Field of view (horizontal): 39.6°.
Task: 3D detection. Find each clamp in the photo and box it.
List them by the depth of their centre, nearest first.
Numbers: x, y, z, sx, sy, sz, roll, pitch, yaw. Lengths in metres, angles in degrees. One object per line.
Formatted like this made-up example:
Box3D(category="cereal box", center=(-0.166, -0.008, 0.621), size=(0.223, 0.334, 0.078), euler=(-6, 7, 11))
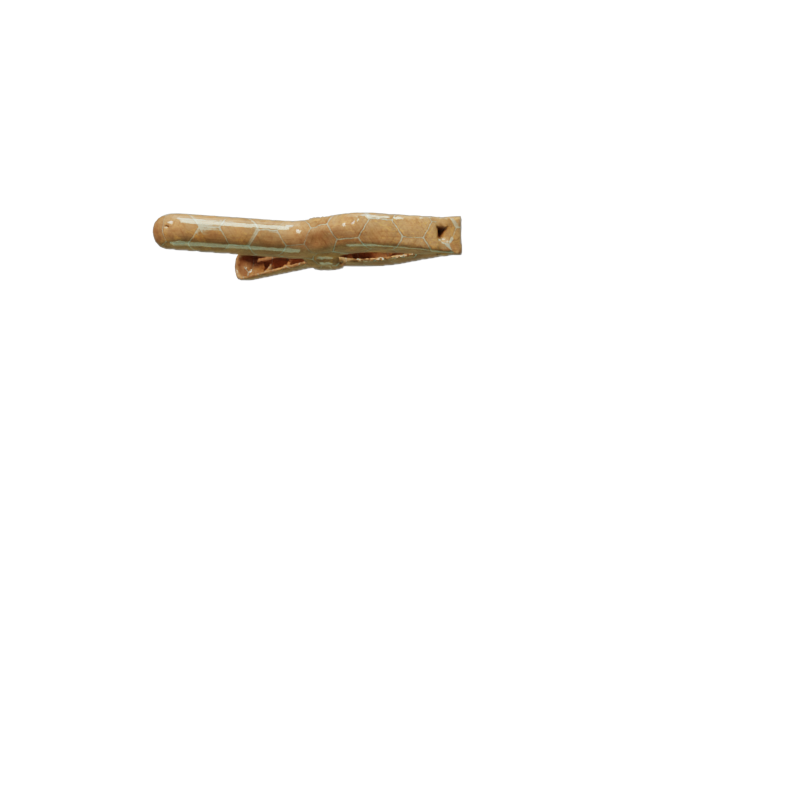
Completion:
Box3D(category="clamp", center=(-0.063, -0.115, 0.802), size=(0.215, 0.037, 0.158), euler=(-1, -3, 23))
